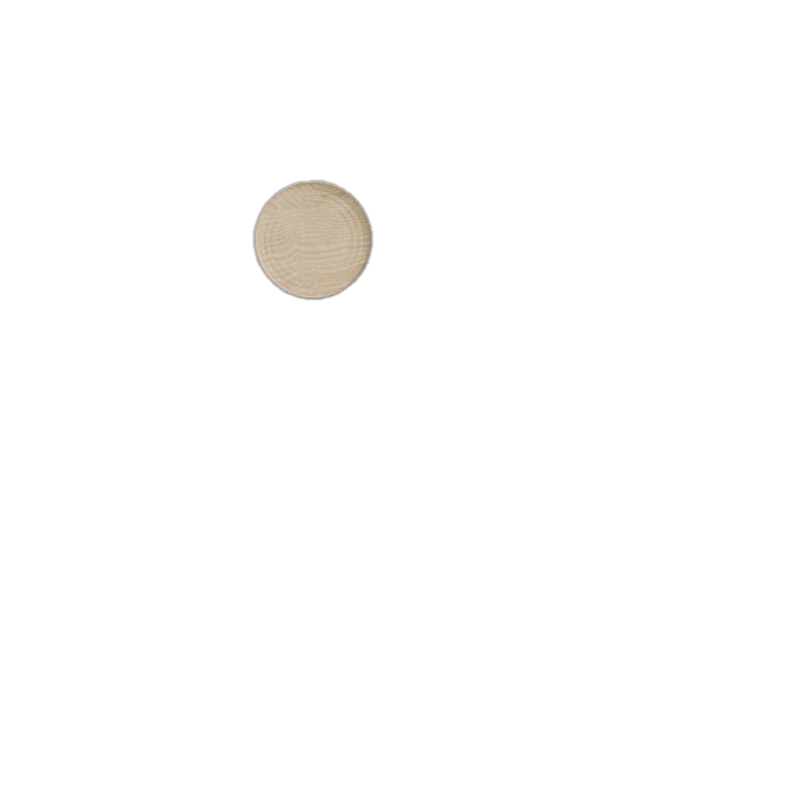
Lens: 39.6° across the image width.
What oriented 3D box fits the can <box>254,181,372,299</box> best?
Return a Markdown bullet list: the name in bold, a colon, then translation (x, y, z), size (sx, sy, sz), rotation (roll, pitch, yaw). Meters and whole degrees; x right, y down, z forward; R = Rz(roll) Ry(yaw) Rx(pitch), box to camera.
- **can**: translation (-0.064, -0.117, 0.819), size (0.086, 0.087, 0.033), rotation (0, -4, -1)
